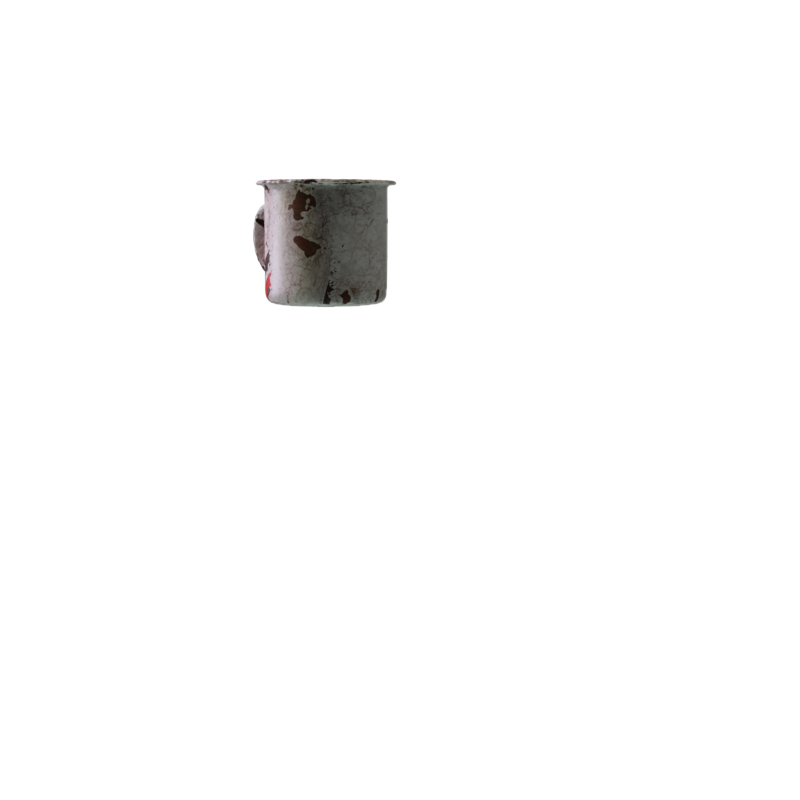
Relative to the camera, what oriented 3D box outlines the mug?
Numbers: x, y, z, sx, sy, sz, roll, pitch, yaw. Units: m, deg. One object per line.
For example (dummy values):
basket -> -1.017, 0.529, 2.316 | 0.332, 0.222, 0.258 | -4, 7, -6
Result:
mug -> -0.058, -0.107, 0.747 | 0.122, 0.081, 0.090 | 6, 9, 42
